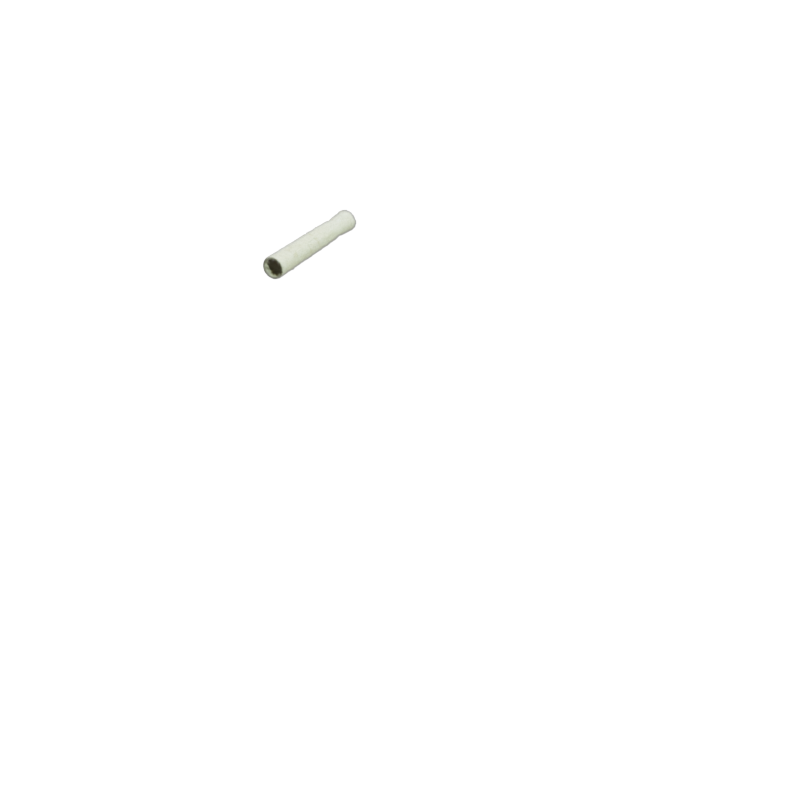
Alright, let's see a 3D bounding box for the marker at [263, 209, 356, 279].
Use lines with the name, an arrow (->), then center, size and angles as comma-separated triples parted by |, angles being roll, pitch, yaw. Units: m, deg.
marker -> -0.070, -0.127, 0.891 | 0.020, 0.019, 0.122 | 2, 27, 29
